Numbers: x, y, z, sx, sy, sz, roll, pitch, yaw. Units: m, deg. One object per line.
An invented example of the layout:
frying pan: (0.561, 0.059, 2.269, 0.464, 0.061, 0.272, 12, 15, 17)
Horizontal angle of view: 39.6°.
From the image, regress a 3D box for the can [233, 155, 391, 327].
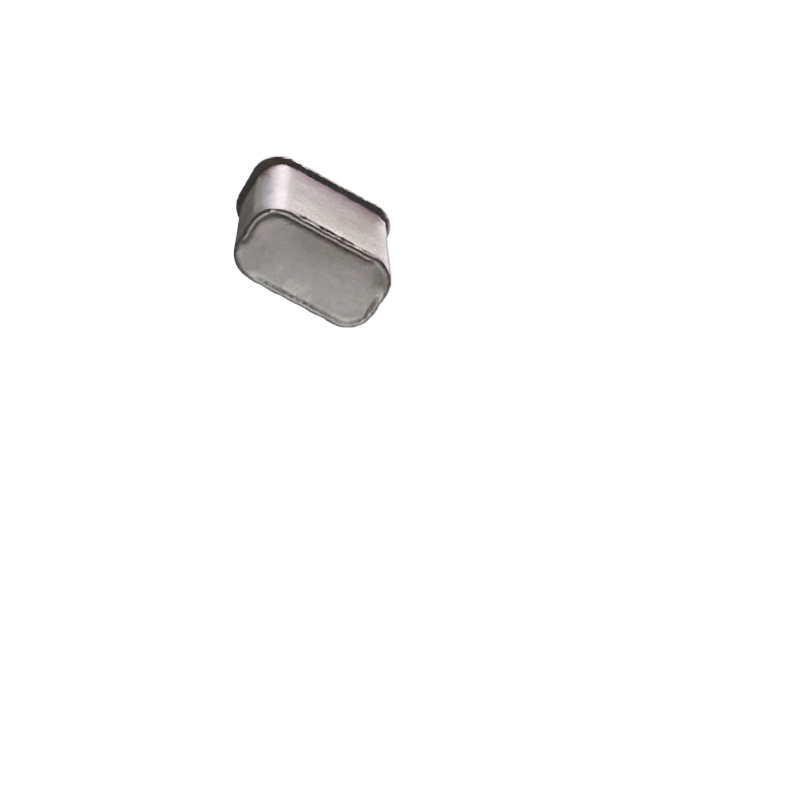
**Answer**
can: (-0.055, -0.100, 0.704, 0.099, 0.056, 0.089, 27, 25, -15)
